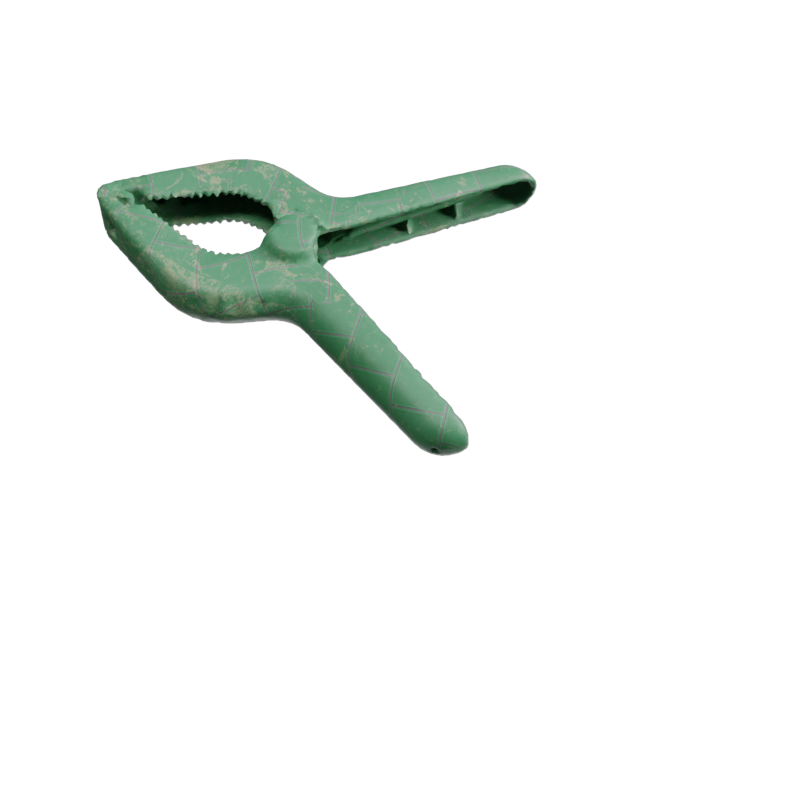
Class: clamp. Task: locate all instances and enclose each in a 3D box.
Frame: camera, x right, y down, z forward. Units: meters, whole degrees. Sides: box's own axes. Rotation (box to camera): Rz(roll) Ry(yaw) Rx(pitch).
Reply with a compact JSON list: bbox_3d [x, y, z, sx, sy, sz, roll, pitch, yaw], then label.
[{"bbox_3d":[-0.042,-0.076,0.533,0.216,0.171,0.034,19,-36,14],"label":"clamp"}]
